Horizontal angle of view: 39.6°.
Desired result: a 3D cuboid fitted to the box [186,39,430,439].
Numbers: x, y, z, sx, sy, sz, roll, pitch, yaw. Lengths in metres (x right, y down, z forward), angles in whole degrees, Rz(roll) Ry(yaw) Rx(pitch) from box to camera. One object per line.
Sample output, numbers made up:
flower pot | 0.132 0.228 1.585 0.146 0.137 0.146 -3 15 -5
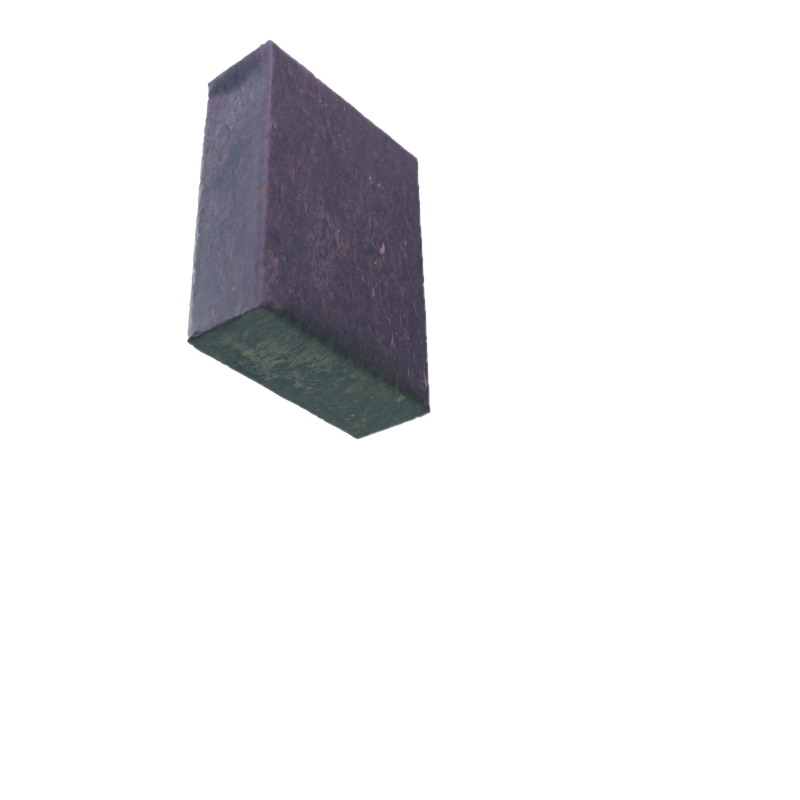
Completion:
box | -0.057 -0.105 0.733 0.072 0.229 0.153 -26 -40 31
